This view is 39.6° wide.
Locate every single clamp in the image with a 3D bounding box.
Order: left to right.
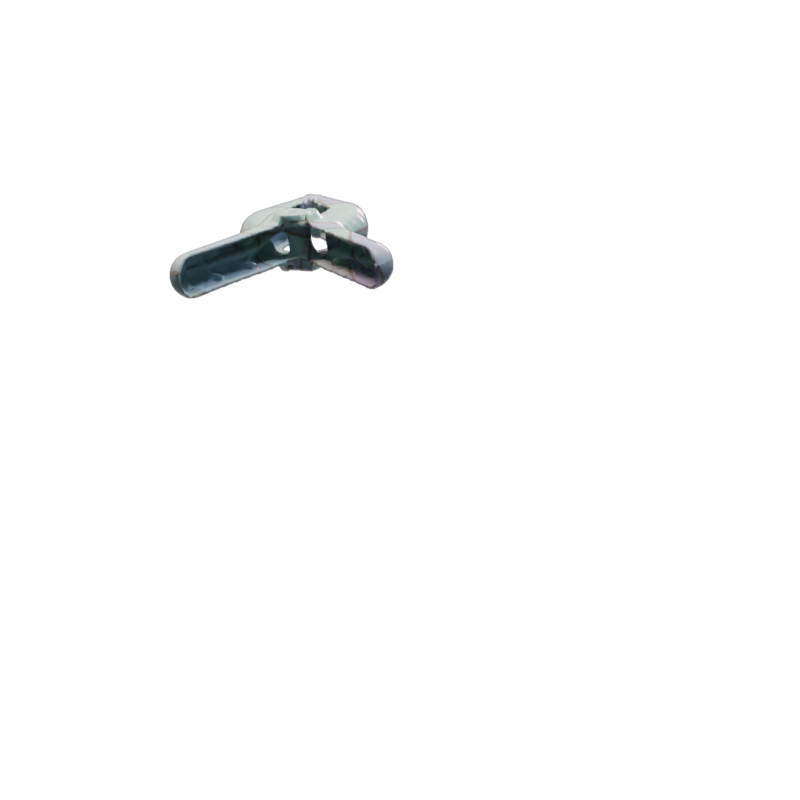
[{"bbox_3d":[-0.051,-0.094,0.655,0.123,0.037,0.176,5,24,12],"label":"clamp"}]
